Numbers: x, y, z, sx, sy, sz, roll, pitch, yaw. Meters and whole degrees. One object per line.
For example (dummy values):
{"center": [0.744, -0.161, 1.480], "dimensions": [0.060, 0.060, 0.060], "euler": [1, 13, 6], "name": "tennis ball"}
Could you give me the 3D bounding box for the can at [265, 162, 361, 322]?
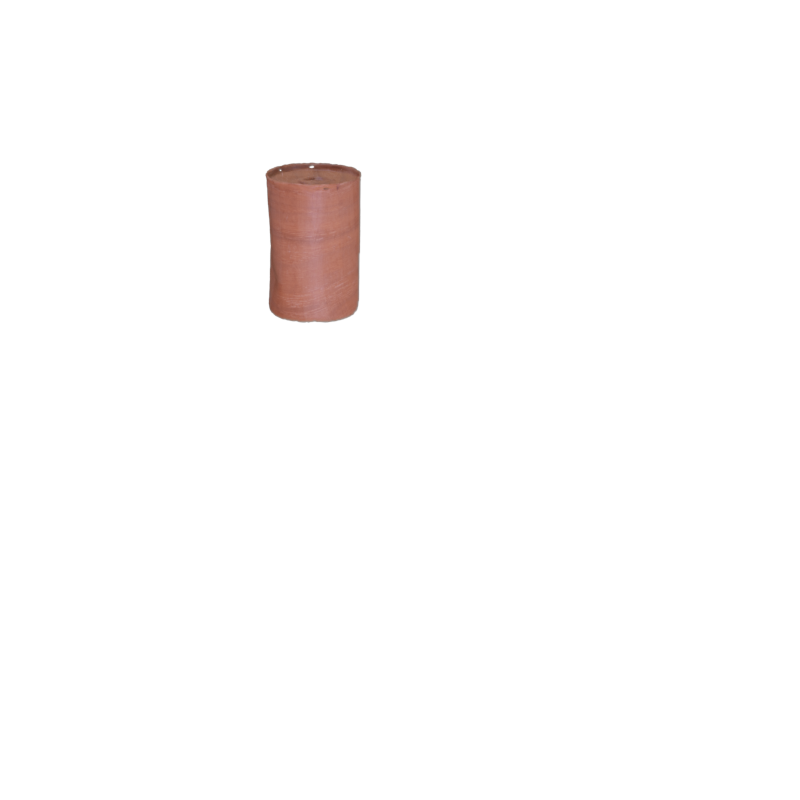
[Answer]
{"center": [-0.062, -0.114, 0.797], "dimensions": [0.068, 0.098, 0.072], "euler": [0, 19, -2], "name": "can"}
